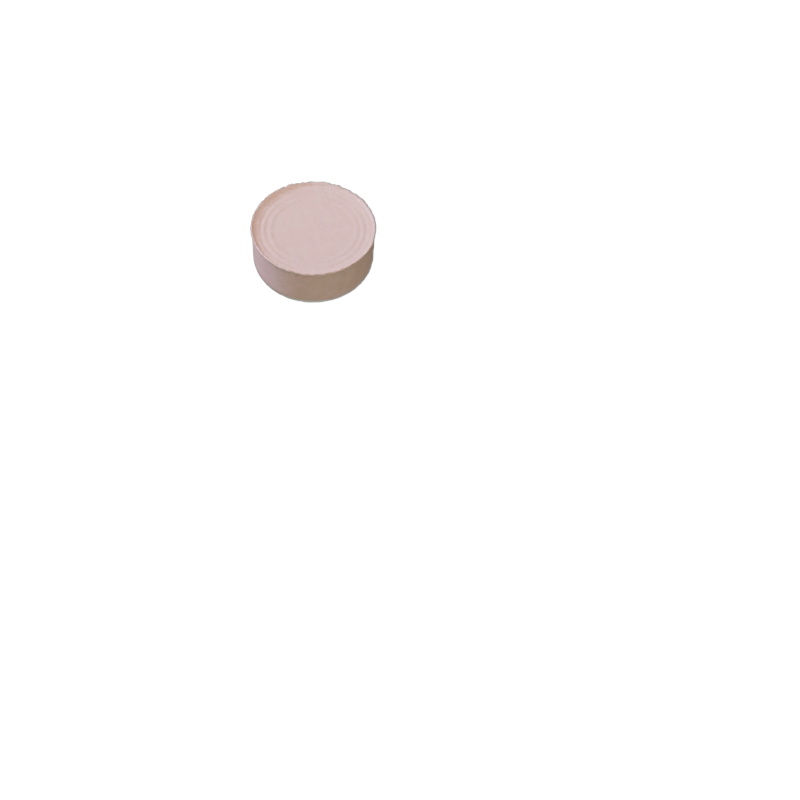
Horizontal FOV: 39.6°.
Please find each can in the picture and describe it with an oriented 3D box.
[{"bbox_3d":[-0.060,-0.109,0.766,0.086,0.092,0.031,-1,-38,-1],"label":"can"}]
